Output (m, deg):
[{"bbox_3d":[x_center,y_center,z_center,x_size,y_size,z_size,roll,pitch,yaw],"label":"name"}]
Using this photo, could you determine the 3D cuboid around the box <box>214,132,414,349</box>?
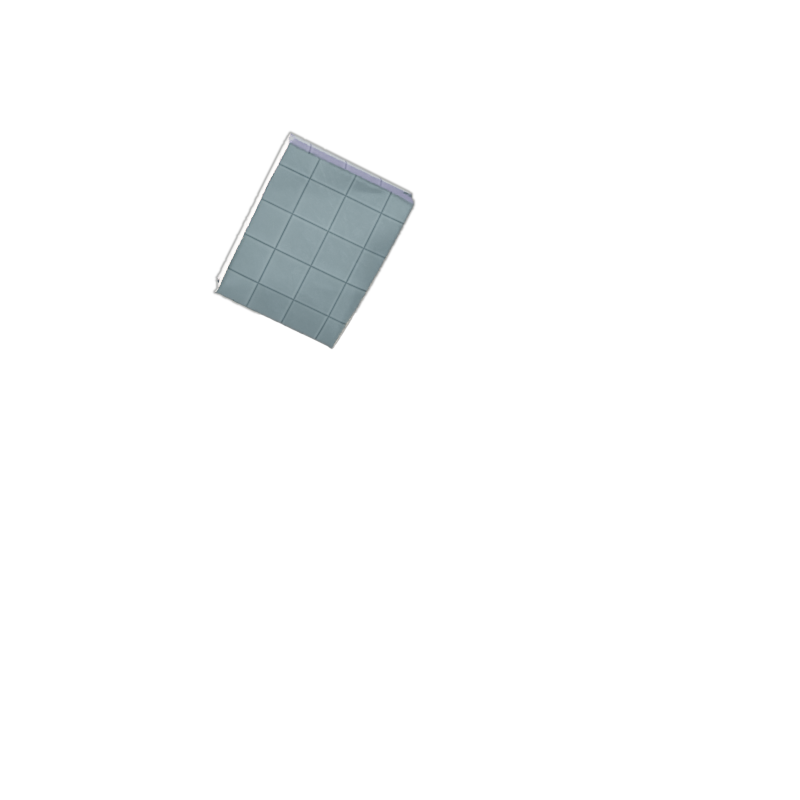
[{"bbox_3d":[-0.056,-0.101,0.711,0.088,0.111,0.040,27,12,-7],"label":"box"}]
